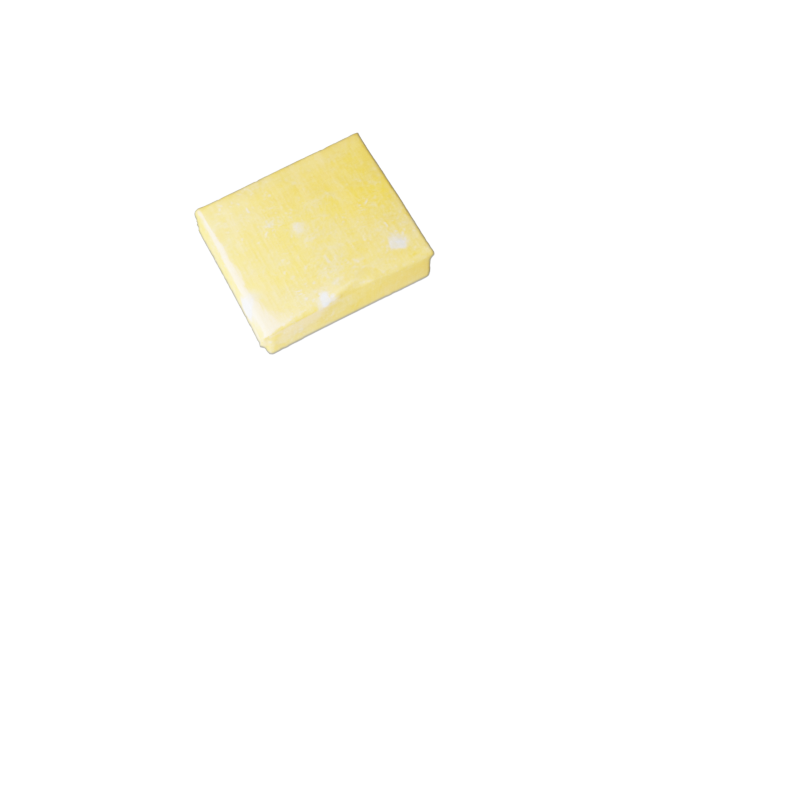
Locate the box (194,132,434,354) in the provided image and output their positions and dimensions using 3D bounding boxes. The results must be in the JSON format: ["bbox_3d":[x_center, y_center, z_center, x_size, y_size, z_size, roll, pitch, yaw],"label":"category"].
[{"bbox_3d":[-0.041,-0.074,0.517,0.089,0.077,0.029,-27,-21,-12],"label":"box"}]
